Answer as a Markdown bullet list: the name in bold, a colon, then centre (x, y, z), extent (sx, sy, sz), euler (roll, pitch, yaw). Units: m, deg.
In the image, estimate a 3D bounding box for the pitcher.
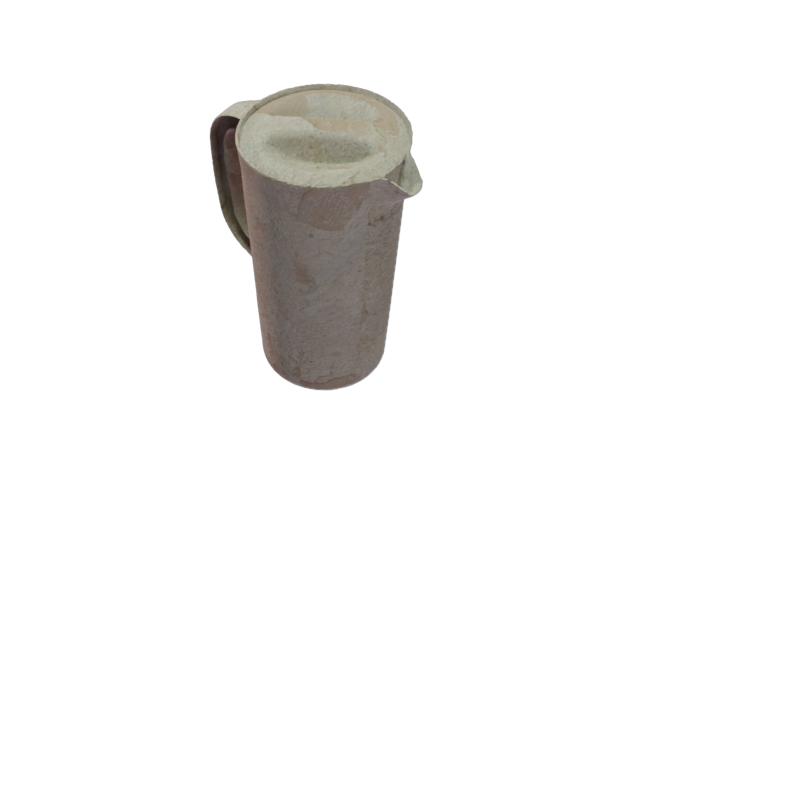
- **pitcher**: centre (-0.071, -0.129, 0.905), extent (0.143, 0.226, 0.161), euler (-8, 46, -11)
